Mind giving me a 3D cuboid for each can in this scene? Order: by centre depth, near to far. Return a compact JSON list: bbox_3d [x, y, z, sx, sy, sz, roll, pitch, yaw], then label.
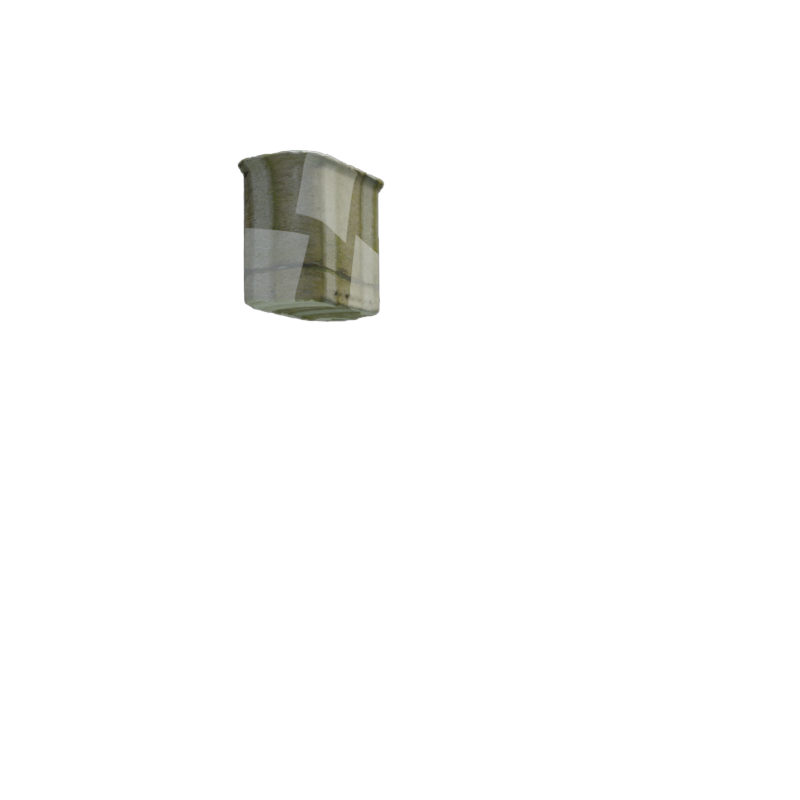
[{"bbox_3d":[-0.051,-0.093,0.650,0.059,0.086,0.097,-5,-8,27],"label":"can"}]
